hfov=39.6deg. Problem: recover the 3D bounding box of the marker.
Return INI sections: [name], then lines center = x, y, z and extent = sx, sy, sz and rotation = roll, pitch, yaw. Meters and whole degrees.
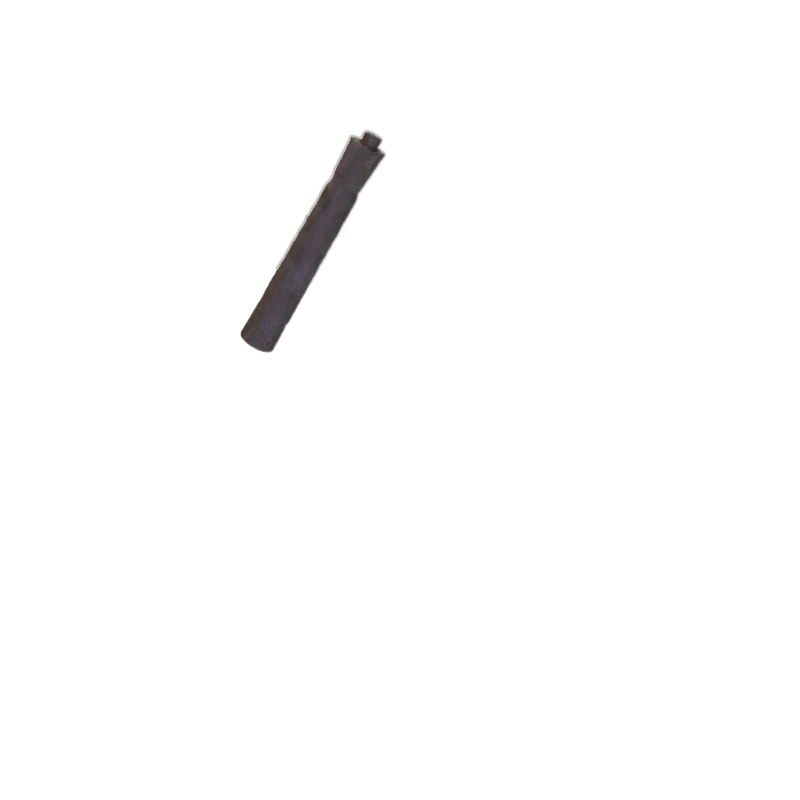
[marker]
center = -0.043, -0.078, 0.544
extent = 0.019, 0.118, 0.021
rotation = 28, 15, -12
